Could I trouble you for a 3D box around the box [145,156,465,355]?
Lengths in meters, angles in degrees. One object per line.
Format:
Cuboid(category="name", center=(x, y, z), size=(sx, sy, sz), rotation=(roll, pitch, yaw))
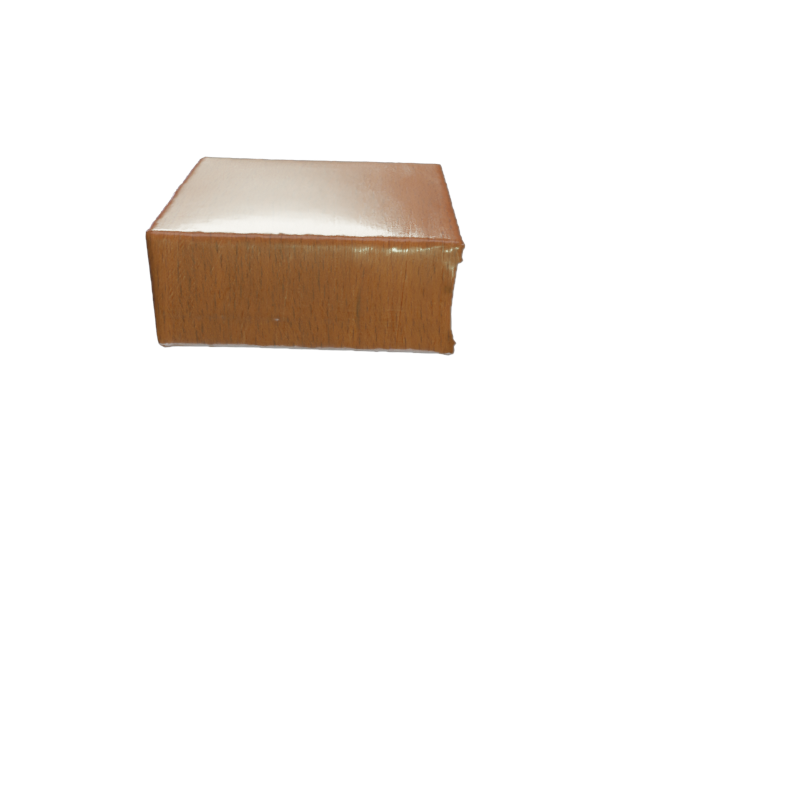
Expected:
Cuboid(category="box", center=(-0.028, -0.052, 0.362), size=(0.090, 0.037, 0.119), rotation=(0, 24, 0))
